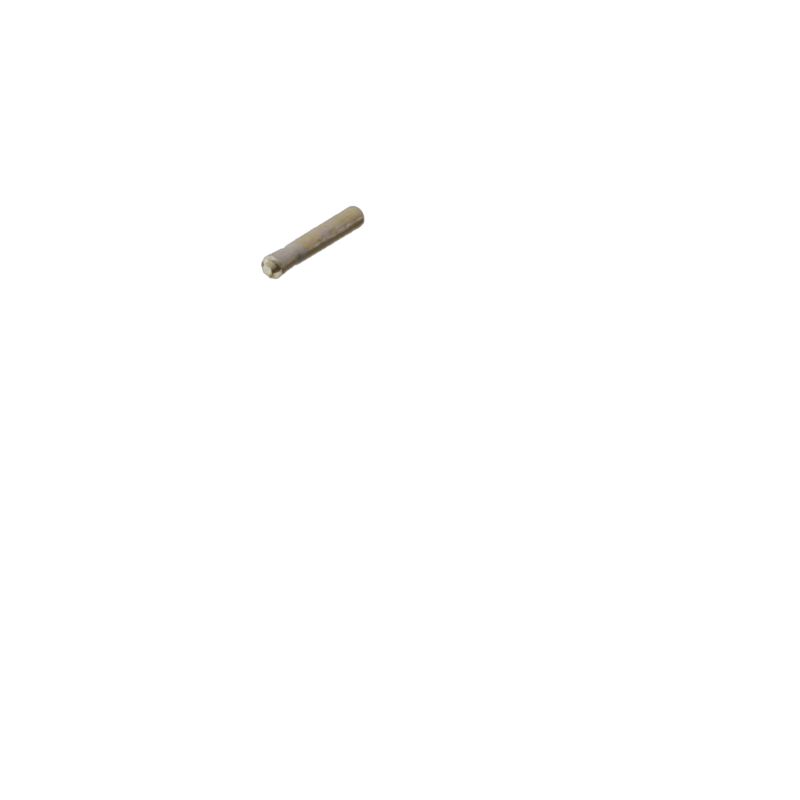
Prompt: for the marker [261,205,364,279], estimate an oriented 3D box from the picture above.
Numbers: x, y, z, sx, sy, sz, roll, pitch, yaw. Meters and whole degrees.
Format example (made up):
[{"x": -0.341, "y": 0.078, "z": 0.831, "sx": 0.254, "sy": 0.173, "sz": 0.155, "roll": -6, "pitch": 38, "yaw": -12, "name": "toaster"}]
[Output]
[{"x": -0.066, "y": -0.121, "z": 0.848, "sx": 0.020, "sy": 0.019, "sz": 0.122, "roll": 2, "pitch": 27, "yaw": 33, "name": "marker"}]
